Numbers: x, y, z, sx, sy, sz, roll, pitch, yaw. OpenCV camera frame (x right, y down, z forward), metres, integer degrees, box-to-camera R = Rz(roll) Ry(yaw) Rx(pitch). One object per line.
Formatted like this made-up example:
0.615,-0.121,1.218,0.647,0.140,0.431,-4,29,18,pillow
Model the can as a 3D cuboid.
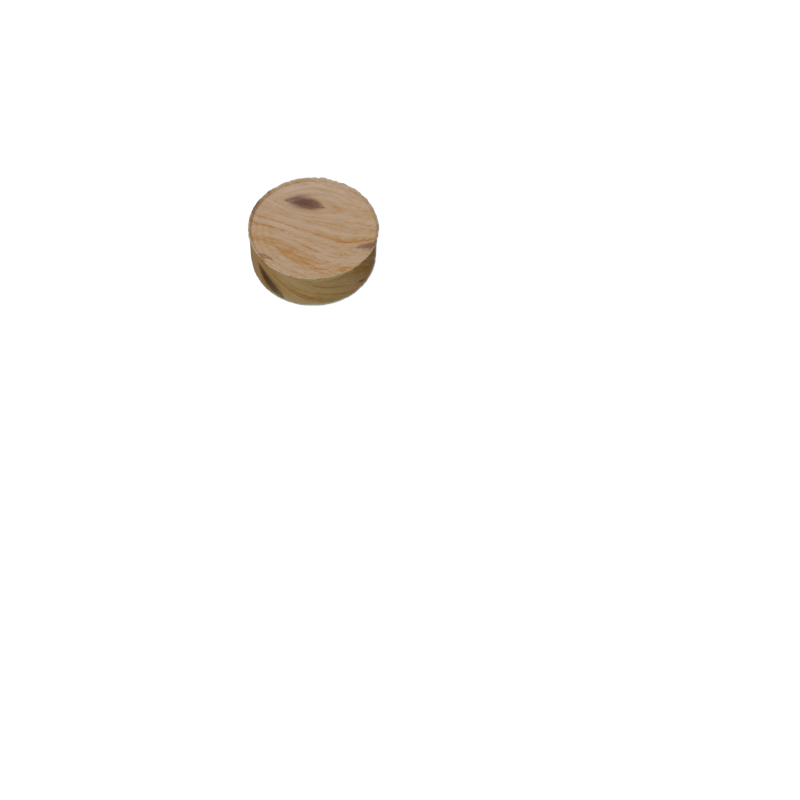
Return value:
-0.058,-0.105,0.737,0.086,0.092,0.031,-1,-35,-1,can
